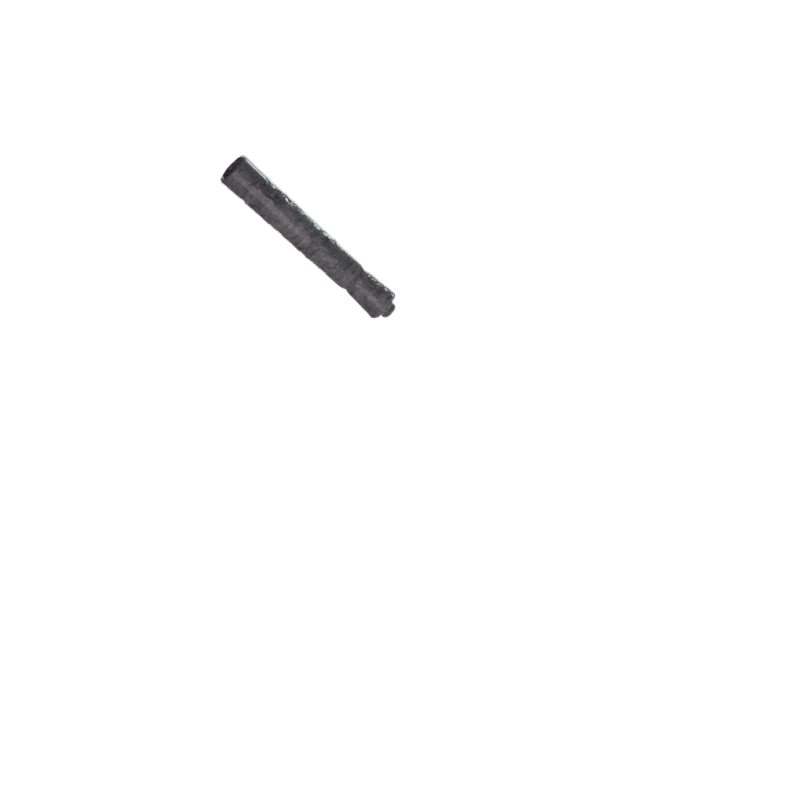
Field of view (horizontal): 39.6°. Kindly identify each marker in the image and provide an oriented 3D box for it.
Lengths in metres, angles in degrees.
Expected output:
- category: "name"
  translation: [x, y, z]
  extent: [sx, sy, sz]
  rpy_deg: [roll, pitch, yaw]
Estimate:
- category: "marker"
  translation: [-0.047, -0.085, 0.598]
  extent: [0.116, 0.020, 0.020]
  rpy_deg: [41, -13, -18]
